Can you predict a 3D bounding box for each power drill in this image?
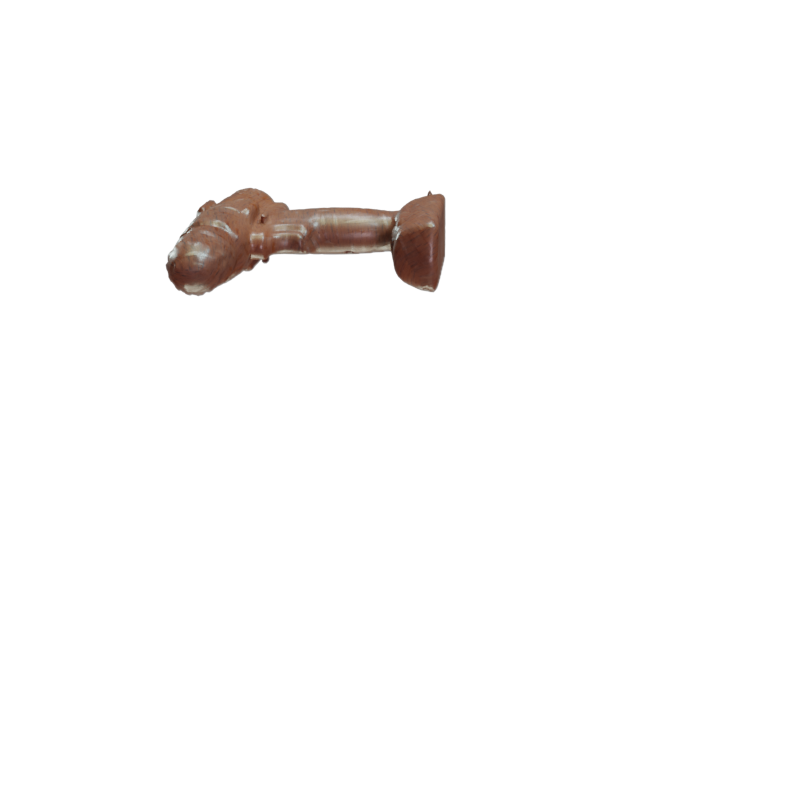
[{"bbox_3d":[-0.063,-0.115,0.809,0.190,0.055,0.190,4,24,8],"label":"power drill"}]
